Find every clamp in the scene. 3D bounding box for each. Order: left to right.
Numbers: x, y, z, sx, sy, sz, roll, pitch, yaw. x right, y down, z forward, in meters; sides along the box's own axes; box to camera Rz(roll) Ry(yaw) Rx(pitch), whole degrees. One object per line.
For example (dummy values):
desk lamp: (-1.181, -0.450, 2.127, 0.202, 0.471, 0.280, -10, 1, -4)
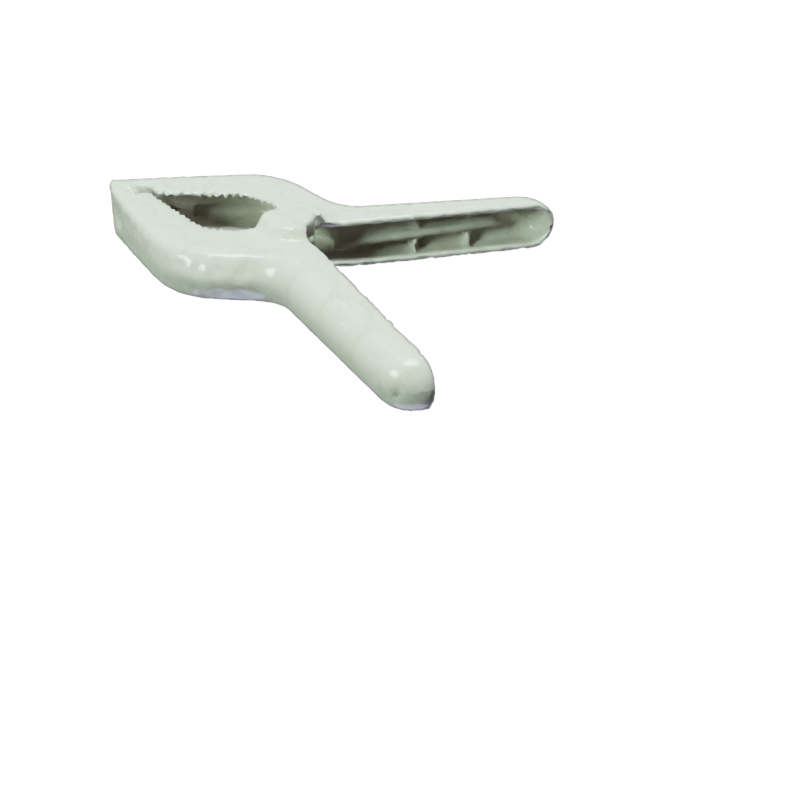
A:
clamp: (-0.041, -0.074, 0.520, 0.221, 0.034, 0.167, 20, 38, 27)
